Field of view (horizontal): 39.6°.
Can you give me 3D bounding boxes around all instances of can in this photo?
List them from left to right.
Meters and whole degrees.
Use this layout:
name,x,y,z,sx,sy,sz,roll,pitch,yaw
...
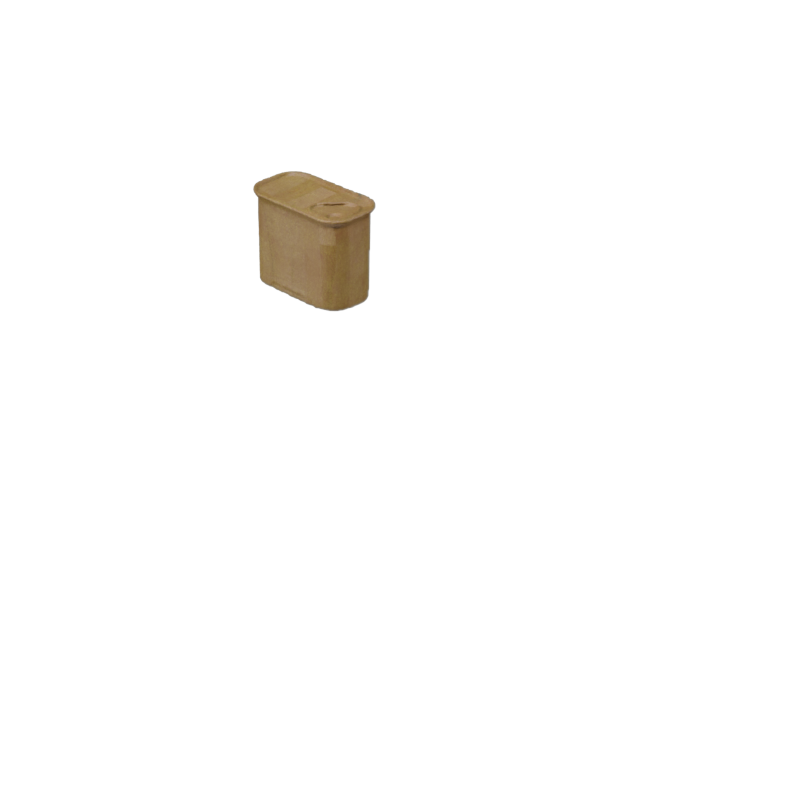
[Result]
name,x,y,z,sx,sy,sz,roll,pitch,yaw
can,-0.070,-0.128,0.896,0.108,0.079,0.057,27,38,36
